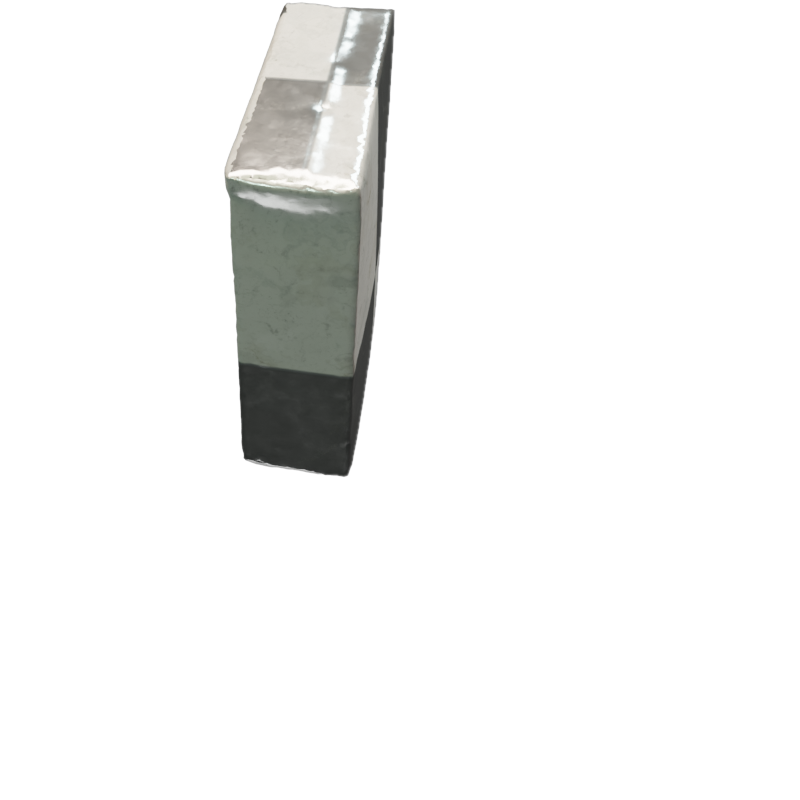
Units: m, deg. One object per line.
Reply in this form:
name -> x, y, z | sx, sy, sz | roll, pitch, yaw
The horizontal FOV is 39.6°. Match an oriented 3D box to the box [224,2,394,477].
box -> -0.049, -0.089, 0.625 | 0.072, 0.175, 0.199 | 6, -44, 2
